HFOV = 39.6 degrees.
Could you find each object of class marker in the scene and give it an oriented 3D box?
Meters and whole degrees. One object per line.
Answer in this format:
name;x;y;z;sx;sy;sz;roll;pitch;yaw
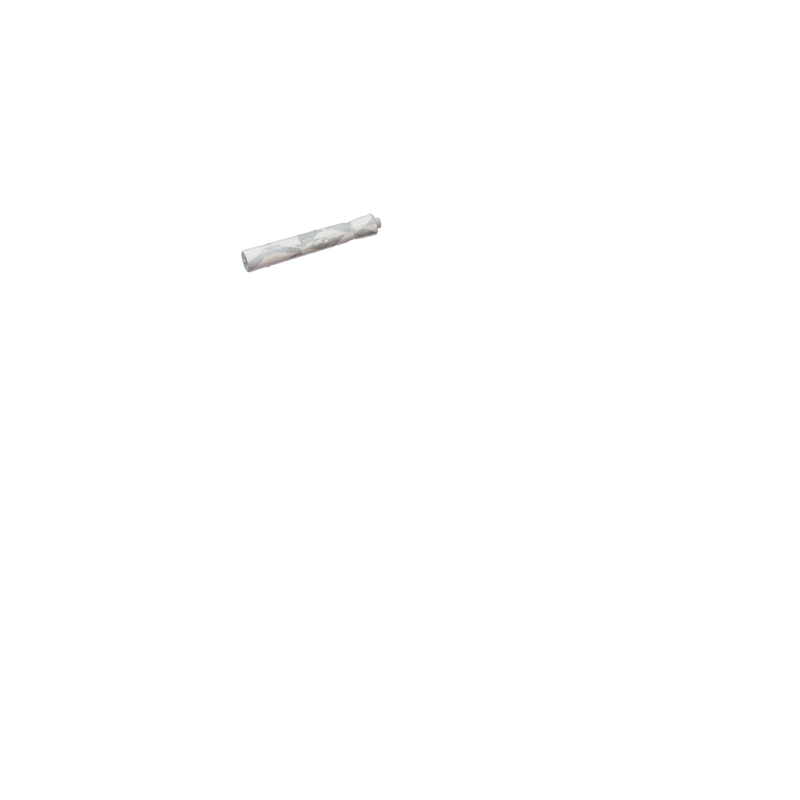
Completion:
marker;-0.072;-0.131;0.920;0.120;0.019;0.020;-19;10;-16
